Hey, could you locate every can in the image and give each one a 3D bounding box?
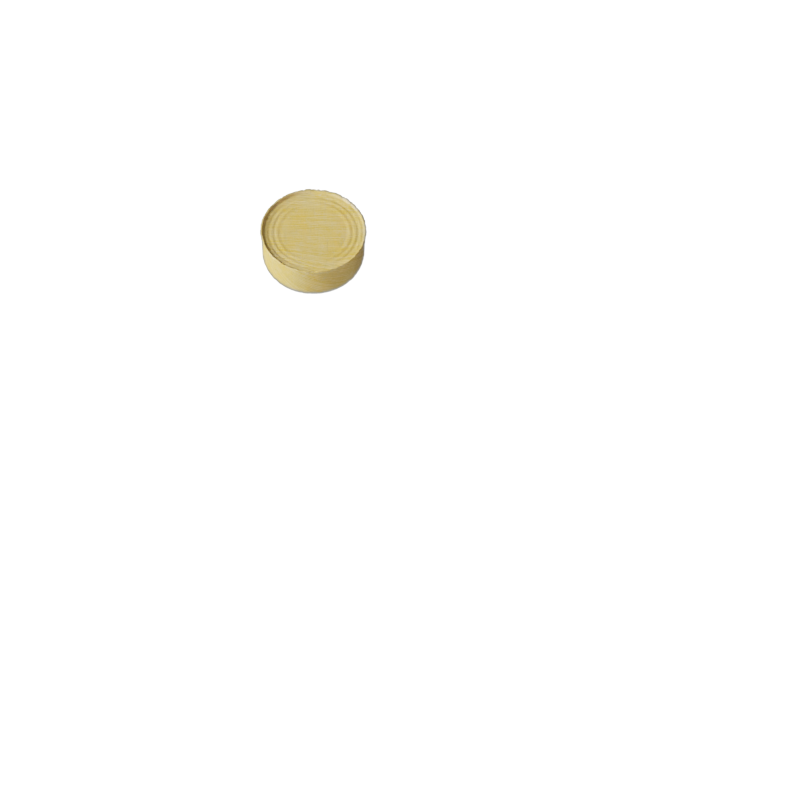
[{"bbox_3d":[-0.071,-0.130,0.908,0.086,0.092,0.031,-1,-35,-1],"label":"can"}]
